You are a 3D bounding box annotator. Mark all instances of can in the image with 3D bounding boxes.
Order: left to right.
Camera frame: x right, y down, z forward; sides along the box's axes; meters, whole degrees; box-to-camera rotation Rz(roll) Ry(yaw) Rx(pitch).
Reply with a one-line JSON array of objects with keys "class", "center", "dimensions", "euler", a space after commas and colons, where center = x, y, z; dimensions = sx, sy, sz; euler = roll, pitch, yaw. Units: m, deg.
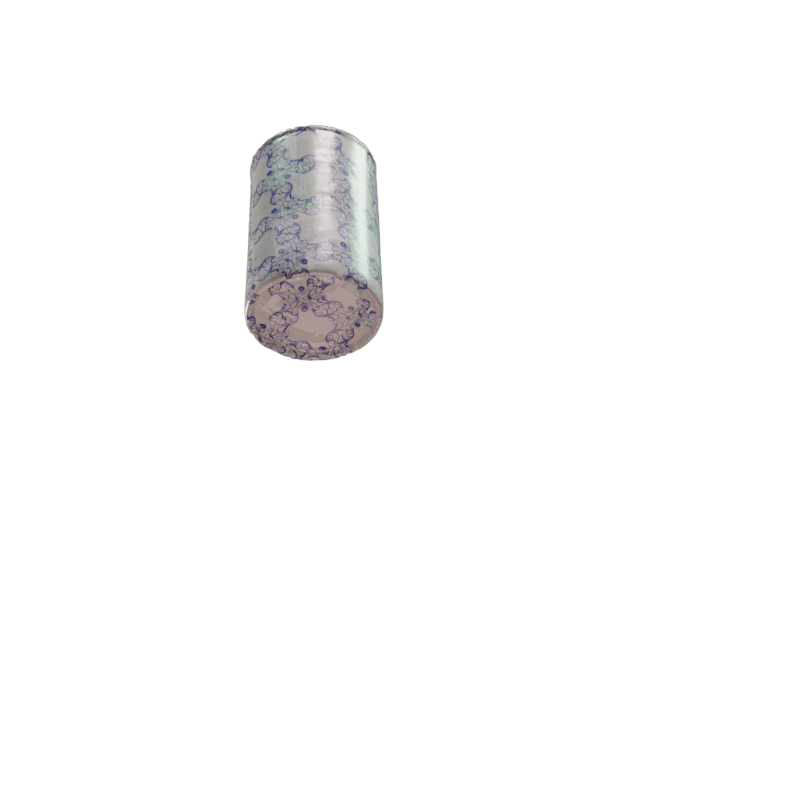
[{"class": "can", "center": [-0.044, -0.080, 0.557], "dimensions": [0.068, 0.110, 0.064], "euler": [-1, -40, -3]}]
